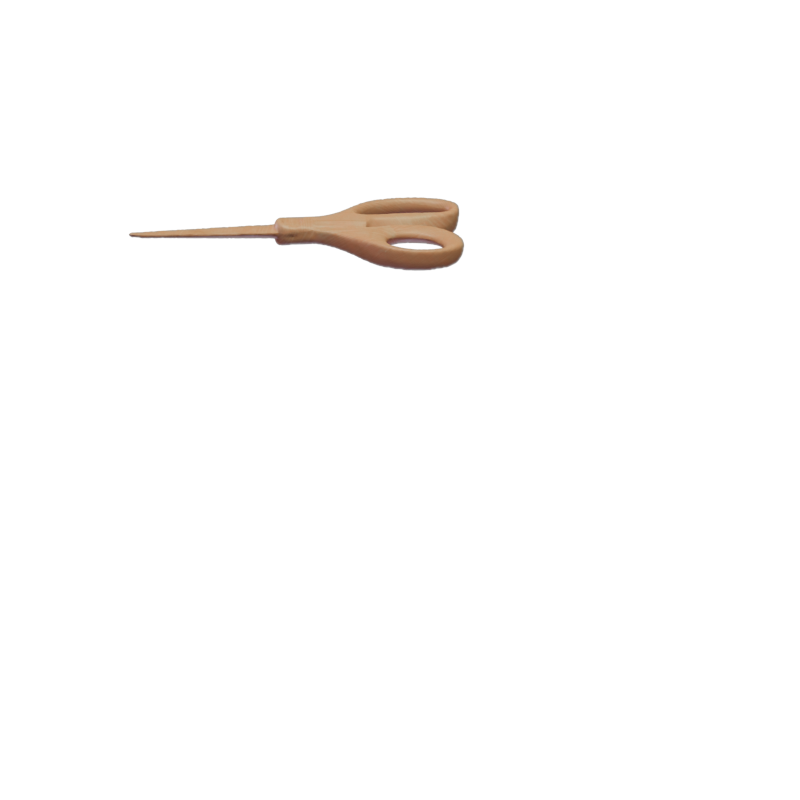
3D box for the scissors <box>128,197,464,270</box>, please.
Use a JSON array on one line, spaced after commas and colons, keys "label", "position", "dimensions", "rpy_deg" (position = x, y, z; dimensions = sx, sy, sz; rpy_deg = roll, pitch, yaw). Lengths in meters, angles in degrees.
[{"label": "scissors", "position": [-0.051, -0.093, 0.655], "dimensions": [0.198, 0.015, 0.103], "rpy_deg": [-11, 31, -19]}]
